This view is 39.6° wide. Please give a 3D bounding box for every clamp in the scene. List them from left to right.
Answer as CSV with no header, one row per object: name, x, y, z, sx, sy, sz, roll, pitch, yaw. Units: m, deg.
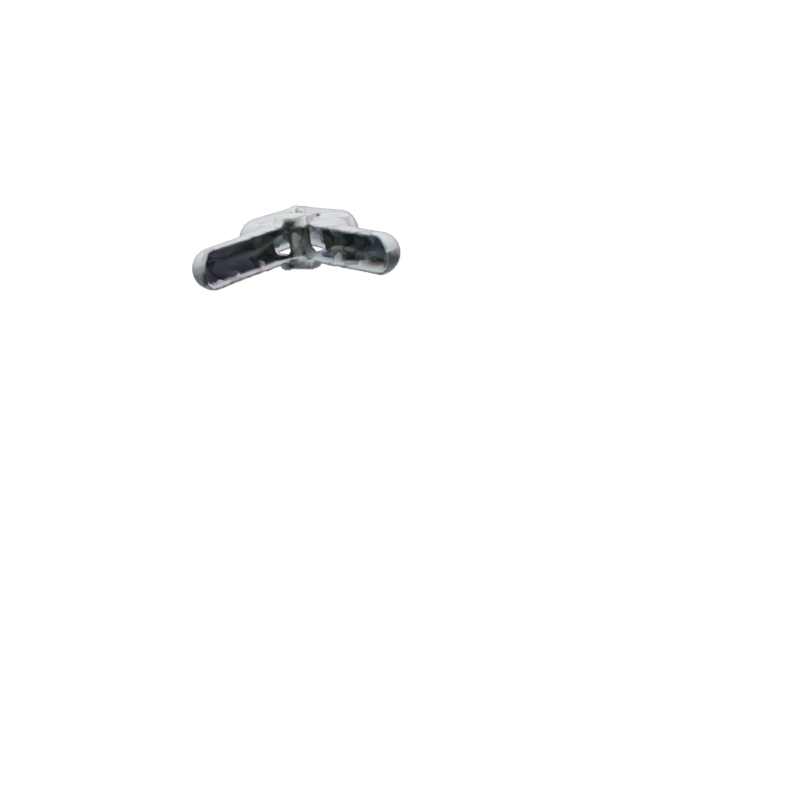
clamp,-0.055,-0.101,0.708,0.121,0.038,0.176,2,20,6
